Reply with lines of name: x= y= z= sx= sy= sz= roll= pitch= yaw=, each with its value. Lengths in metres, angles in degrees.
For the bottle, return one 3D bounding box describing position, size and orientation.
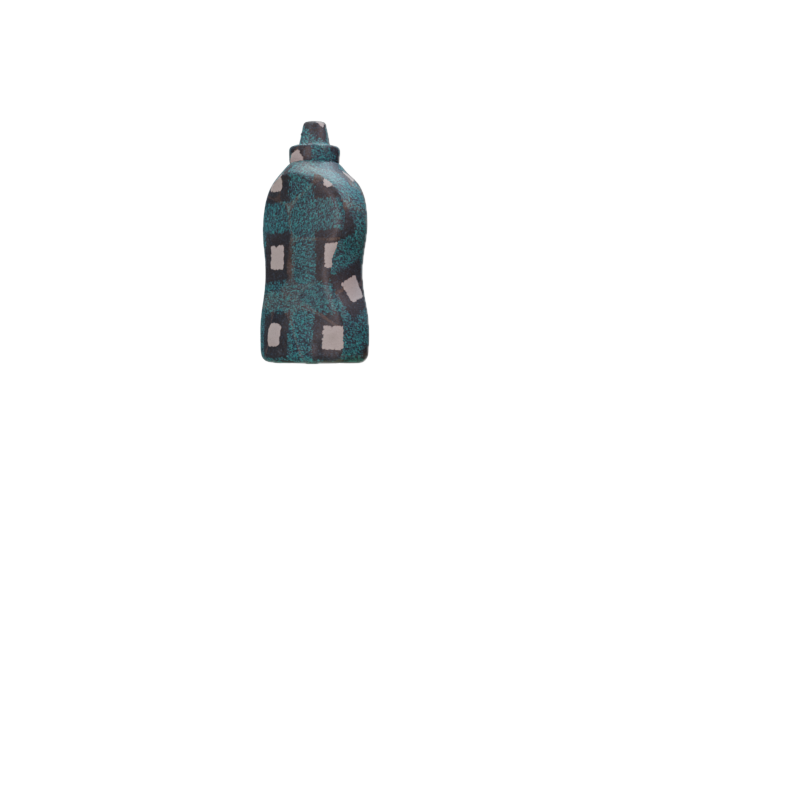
bottle: x=-0.069 y=-0.126 z=0.880 sx=0.056 sy=0.194 sz=0.099 roll=4 pitch=-5 yaw=-45
